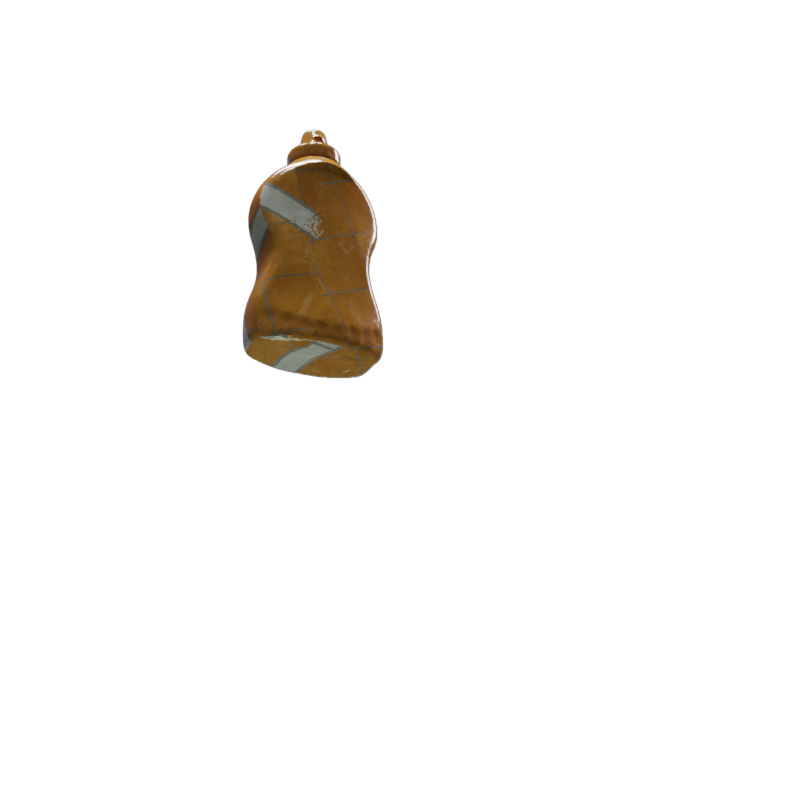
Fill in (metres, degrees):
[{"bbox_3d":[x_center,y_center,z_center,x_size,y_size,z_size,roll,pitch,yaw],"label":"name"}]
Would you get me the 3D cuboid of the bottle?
[{"bbox_3d":[-0.063,-0.115,0.805,0.093,0.204,0.057,10,-32,-20],"label":"bottle"}]
